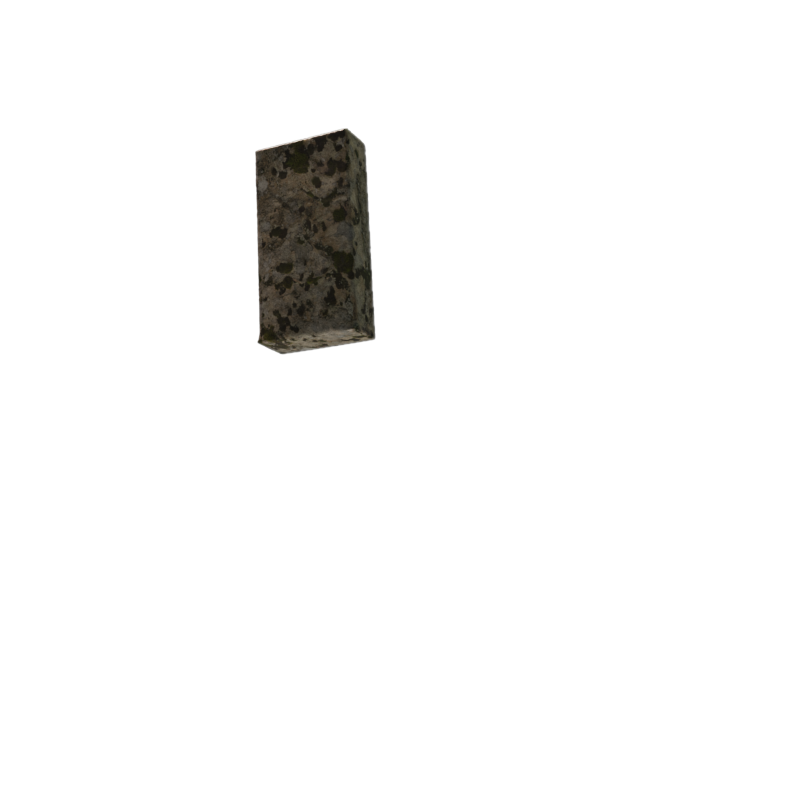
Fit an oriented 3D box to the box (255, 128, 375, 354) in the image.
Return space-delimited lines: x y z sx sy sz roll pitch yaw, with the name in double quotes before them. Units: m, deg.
"box" -0.073 -0.133 0.933 0.095 0.185 0.045 -10 -21 24
